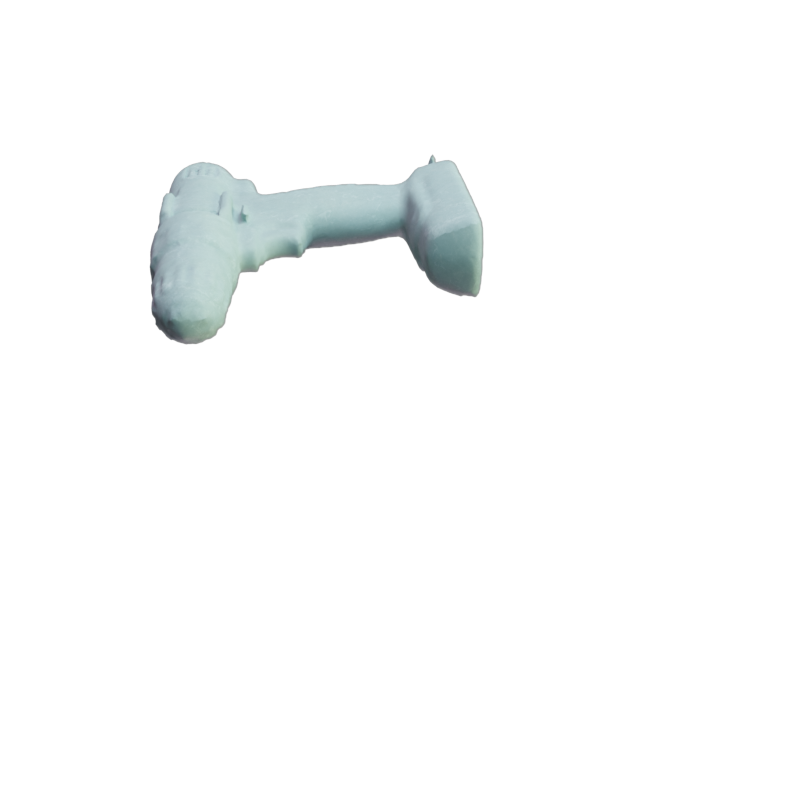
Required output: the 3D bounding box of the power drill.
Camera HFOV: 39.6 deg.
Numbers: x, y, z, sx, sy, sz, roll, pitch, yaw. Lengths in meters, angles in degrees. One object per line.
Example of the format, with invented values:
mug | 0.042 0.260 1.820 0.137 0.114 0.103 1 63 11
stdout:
power drill | -0.050 -0.092 0.645 0.187 0.054 0.197 -2 33 -4
